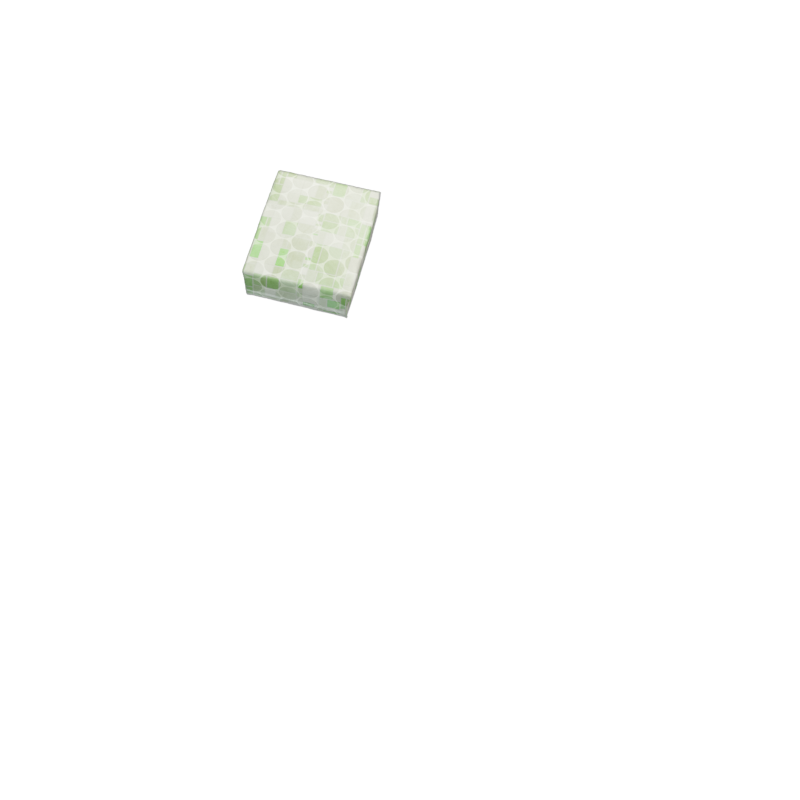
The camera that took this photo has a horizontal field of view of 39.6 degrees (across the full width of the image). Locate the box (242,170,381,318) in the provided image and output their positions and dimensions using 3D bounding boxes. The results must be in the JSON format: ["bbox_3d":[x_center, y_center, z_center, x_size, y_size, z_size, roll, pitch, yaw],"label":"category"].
[{"bbox_3d":[-0.072,-0.130,0.913,0.091,0.119,0.036,11,-31,6],"label":"box"}]
